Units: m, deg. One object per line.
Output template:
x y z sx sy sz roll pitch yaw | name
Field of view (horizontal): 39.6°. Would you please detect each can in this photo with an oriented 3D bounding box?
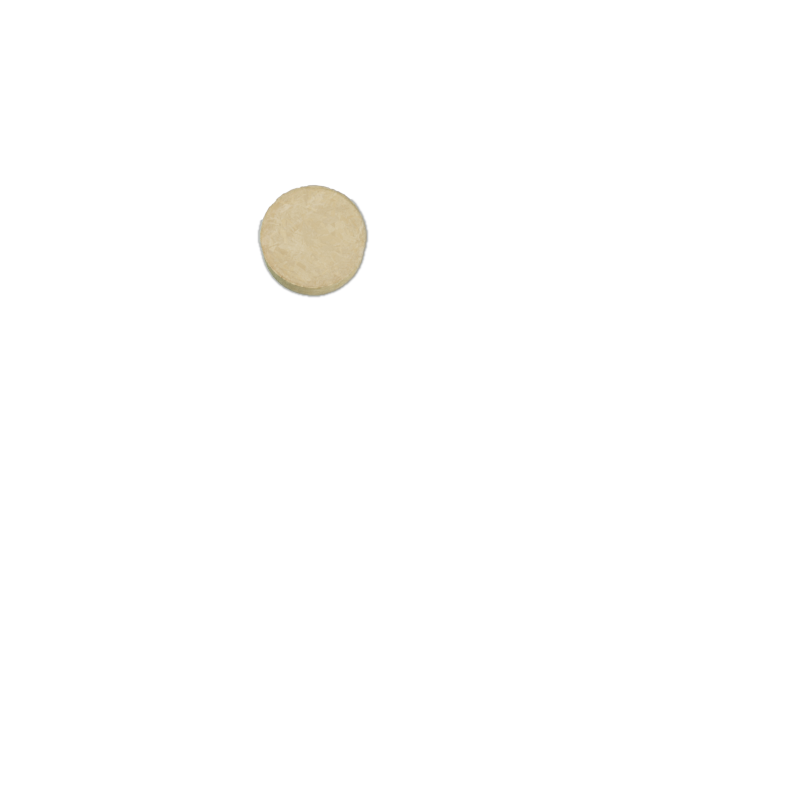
-0.070 -0.128 0.896 0.086 0.089 0.032 0 -16 -1 | can
